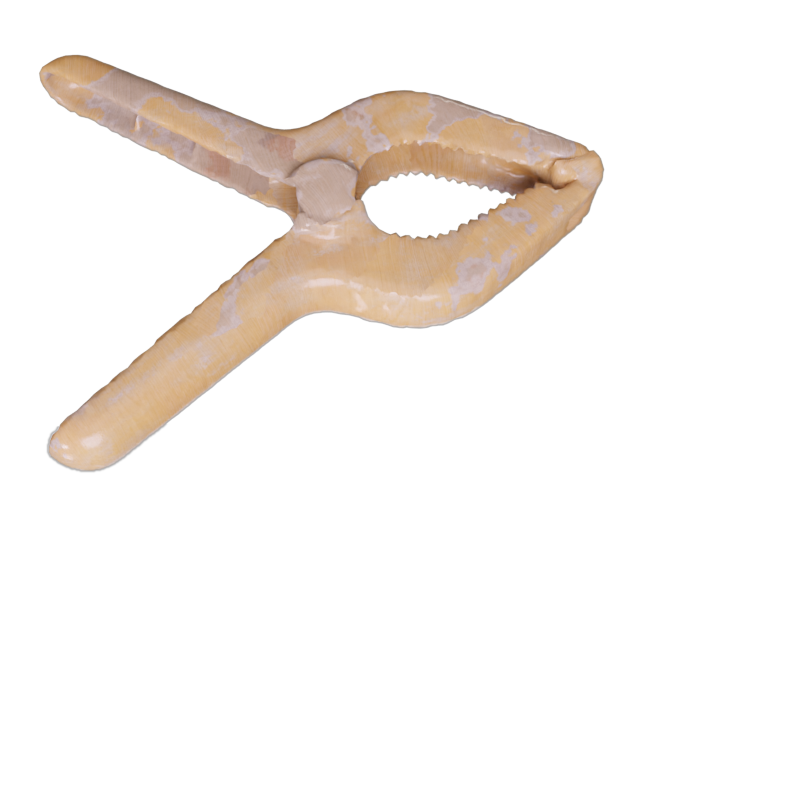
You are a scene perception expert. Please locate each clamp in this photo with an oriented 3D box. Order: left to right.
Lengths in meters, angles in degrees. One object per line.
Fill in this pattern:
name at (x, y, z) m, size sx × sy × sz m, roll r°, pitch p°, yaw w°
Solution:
clamp at (-0.031, -0.057, 0.398) m, size 0.210 × 0.174 × 0.034 m, roll -2°, pitch -26°, yaw -1°
